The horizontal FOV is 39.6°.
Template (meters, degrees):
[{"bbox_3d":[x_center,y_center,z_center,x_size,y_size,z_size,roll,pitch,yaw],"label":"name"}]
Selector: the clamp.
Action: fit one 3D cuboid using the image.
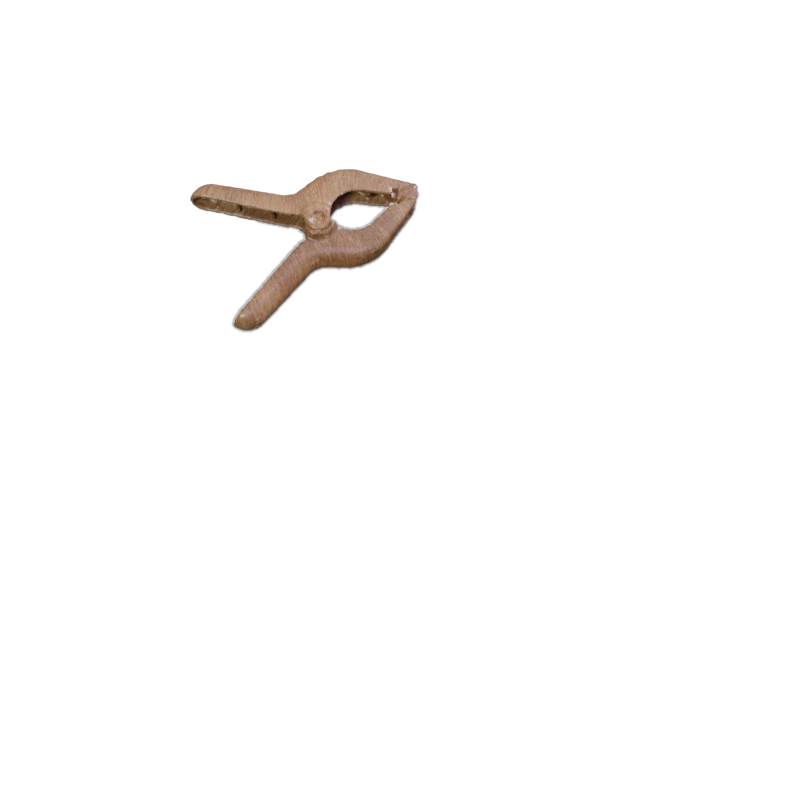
[{"bbox_3d":[-0.065,-0.119,0.834,0.171,0.125,0.038,-11,-15,-3],"label":"clamp"}]
